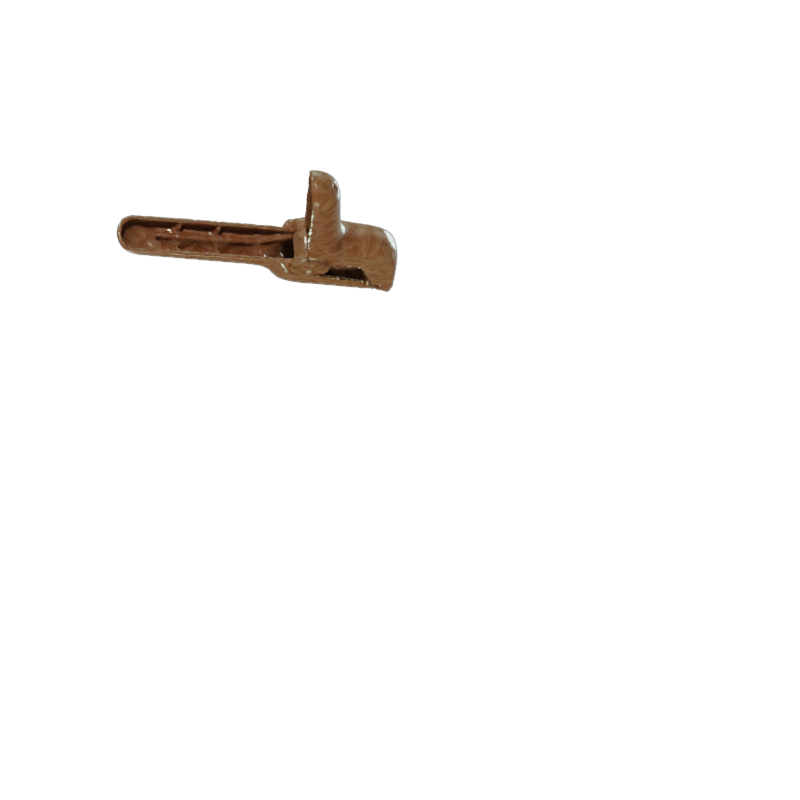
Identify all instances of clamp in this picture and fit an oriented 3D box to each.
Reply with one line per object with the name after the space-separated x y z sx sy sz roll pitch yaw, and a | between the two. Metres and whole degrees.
-0.058 -0.105 0.737 0.169 0.037 0.199 -6 -10 39 | clamp
